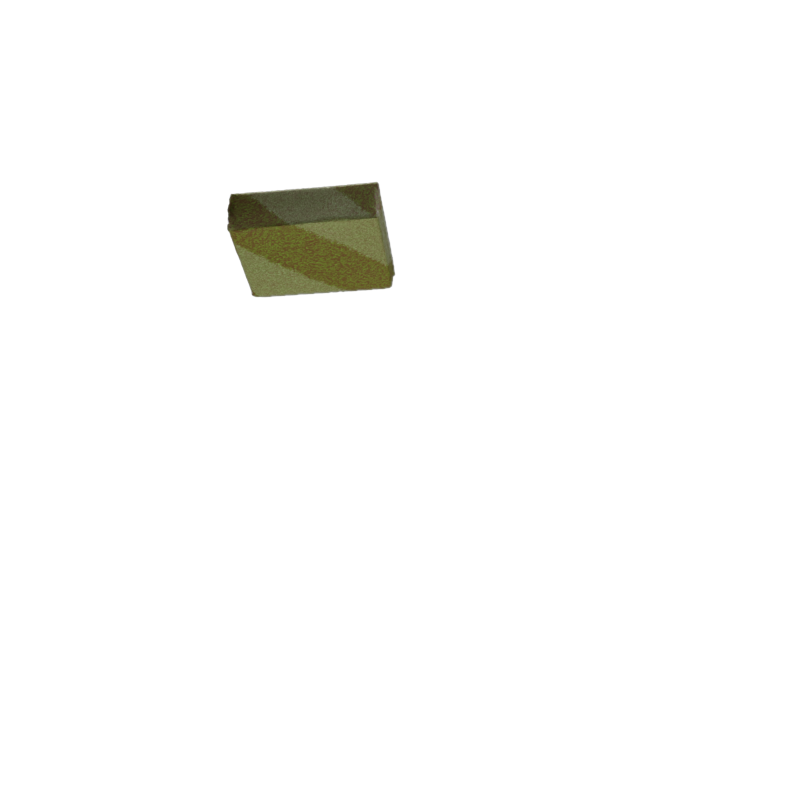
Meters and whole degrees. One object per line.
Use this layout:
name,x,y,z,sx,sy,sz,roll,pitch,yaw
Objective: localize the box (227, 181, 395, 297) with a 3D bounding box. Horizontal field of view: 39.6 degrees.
box,-0.065,-0.118,0.827,0.114,0.042,0.083,-4,-33,6
